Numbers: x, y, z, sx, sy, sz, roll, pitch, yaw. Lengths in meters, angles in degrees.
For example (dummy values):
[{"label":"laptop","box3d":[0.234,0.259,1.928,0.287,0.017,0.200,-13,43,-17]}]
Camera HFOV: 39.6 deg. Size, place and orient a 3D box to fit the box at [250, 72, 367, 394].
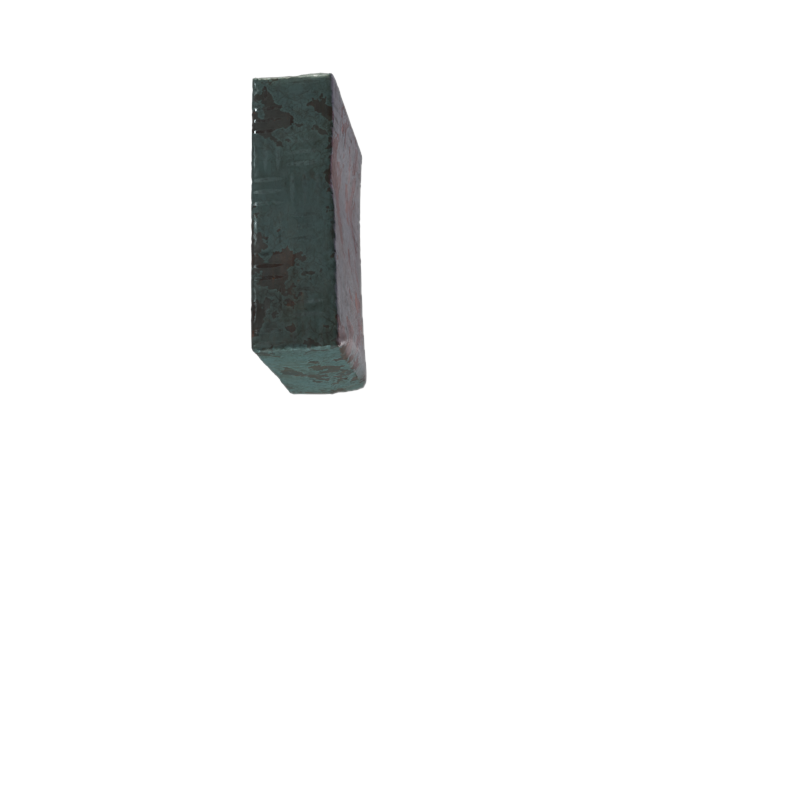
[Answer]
[{"label":"box","box3d":[-0.068,-0.124,0.871,0.072,0.223,0.156,-3,-16,5]}]
